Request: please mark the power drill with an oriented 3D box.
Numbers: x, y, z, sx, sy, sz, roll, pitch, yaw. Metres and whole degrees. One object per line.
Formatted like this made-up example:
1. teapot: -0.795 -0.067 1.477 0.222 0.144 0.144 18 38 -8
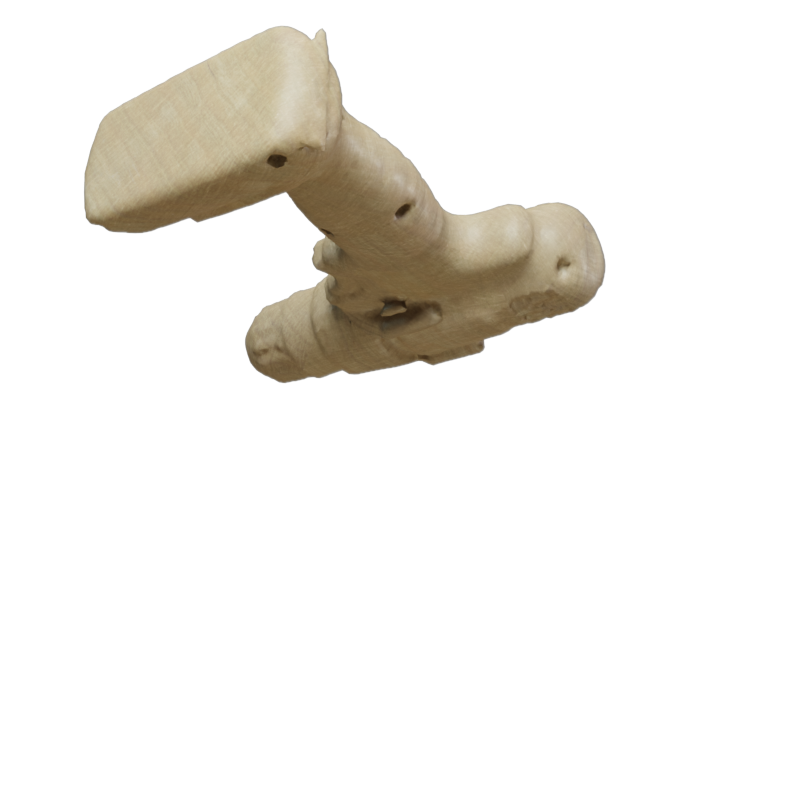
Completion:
1. power drill: -0.036 -0.065 0.458 0.187 0.061 0.175 -17 -29 33
